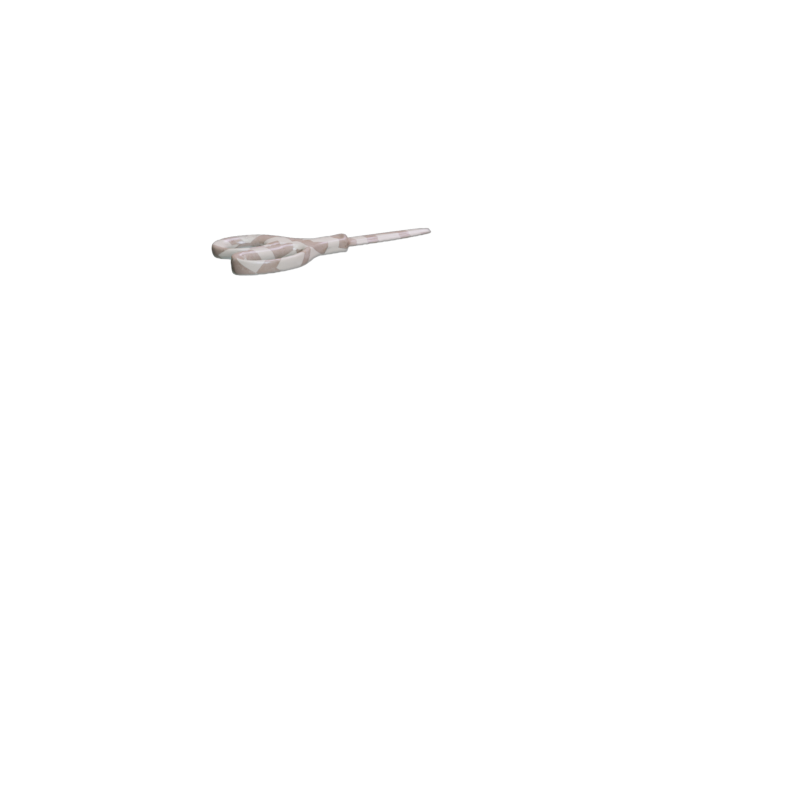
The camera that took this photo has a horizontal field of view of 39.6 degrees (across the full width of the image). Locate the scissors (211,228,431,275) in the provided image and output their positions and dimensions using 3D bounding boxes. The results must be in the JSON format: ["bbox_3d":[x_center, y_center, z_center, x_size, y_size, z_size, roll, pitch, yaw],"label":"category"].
[{"bbox_3d":[-0.073,-0.134,0.937,0.102,0.015,0.199,17,27,38],"label":"scissors"}]
